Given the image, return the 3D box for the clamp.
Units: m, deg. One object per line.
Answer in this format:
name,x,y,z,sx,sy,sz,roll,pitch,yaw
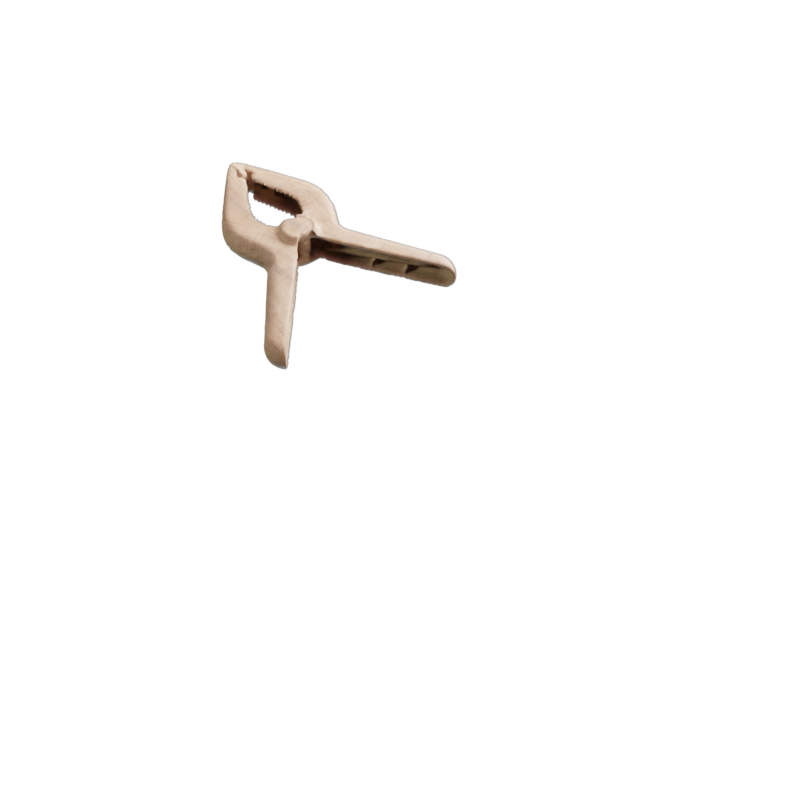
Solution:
clamp,-0.068,-0.125,0.874,0.163,0.034,0.227,-21,50,-19
